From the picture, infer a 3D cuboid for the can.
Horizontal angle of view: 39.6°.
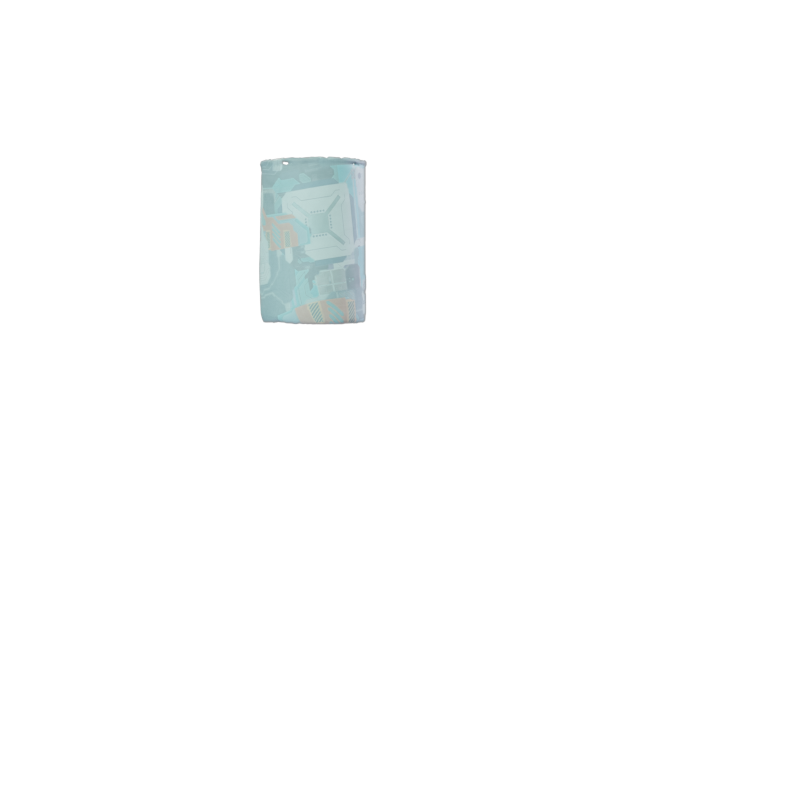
[{"bbox_3d":[-0.055,-0.100,0.703,0.068,0.102,0.069,0,1,-2],"label":"can"}]
